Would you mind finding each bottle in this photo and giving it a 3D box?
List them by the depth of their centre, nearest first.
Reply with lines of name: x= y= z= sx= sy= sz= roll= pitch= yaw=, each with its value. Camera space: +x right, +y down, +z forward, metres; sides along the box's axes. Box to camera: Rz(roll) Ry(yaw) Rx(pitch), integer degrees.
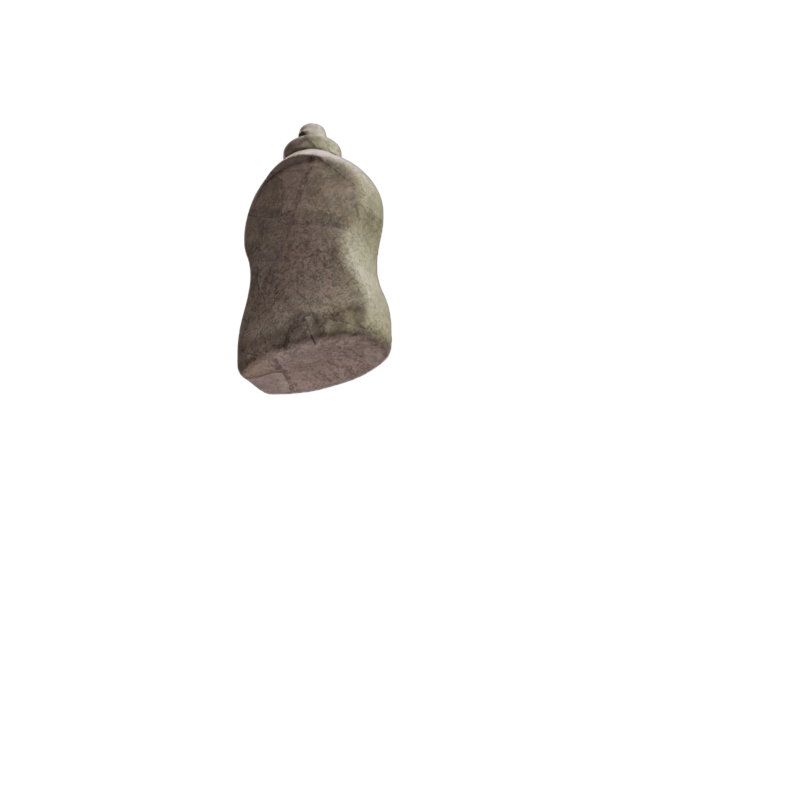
bottle: x=-0.057 y=-0.104 z=0.724 sx=0.097 sy=0.205 sz=0.054 roll=-19 pitch=-37 yaw=24
